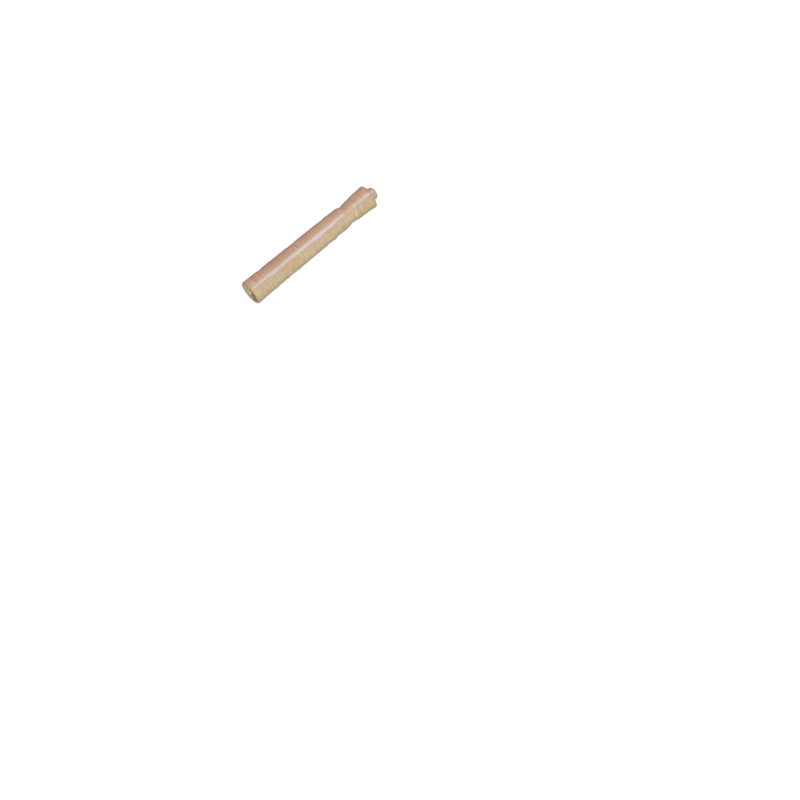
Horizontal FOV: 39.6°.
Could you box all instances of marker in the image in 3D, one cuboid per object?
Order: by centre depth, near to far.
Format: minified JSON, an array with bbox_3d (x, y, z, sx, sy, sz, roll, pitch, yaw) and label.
[{"bbox_3d":[-0.062,-0.114,0.797,0.122,0.019,0.020,-42,19,-17],"label":"marker"}]
